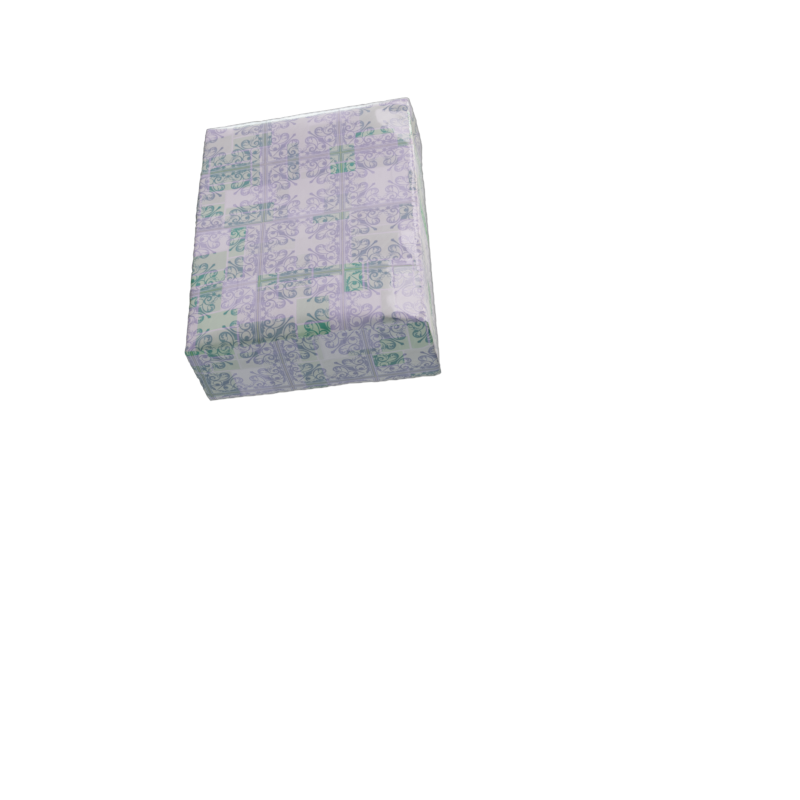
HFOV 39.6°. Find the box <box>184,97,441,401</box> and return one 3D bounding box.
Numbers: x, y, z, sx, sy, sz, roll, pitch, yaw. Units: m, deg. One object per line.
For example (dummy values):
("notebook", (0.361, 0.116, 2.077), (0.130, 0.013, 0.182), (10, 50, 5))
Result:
("box", (-0.062, -0.114, 0.798), (0.165, 0.229, 0.066), (-8, -37, 8))
